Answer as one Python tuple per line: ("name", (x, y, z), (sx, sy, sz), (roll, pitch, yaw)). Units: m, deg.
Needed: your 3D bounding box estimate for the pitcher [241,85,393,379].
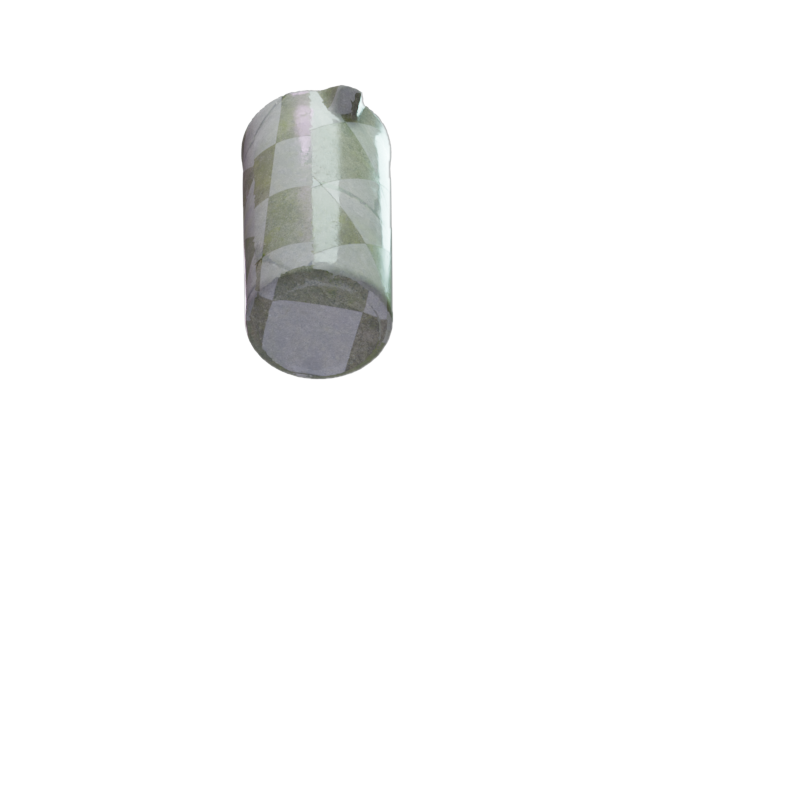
("pitcher", (-0.070, -0.128, 0.896), (0.146, 0.138, 0.261), (-18, 40, 12))
